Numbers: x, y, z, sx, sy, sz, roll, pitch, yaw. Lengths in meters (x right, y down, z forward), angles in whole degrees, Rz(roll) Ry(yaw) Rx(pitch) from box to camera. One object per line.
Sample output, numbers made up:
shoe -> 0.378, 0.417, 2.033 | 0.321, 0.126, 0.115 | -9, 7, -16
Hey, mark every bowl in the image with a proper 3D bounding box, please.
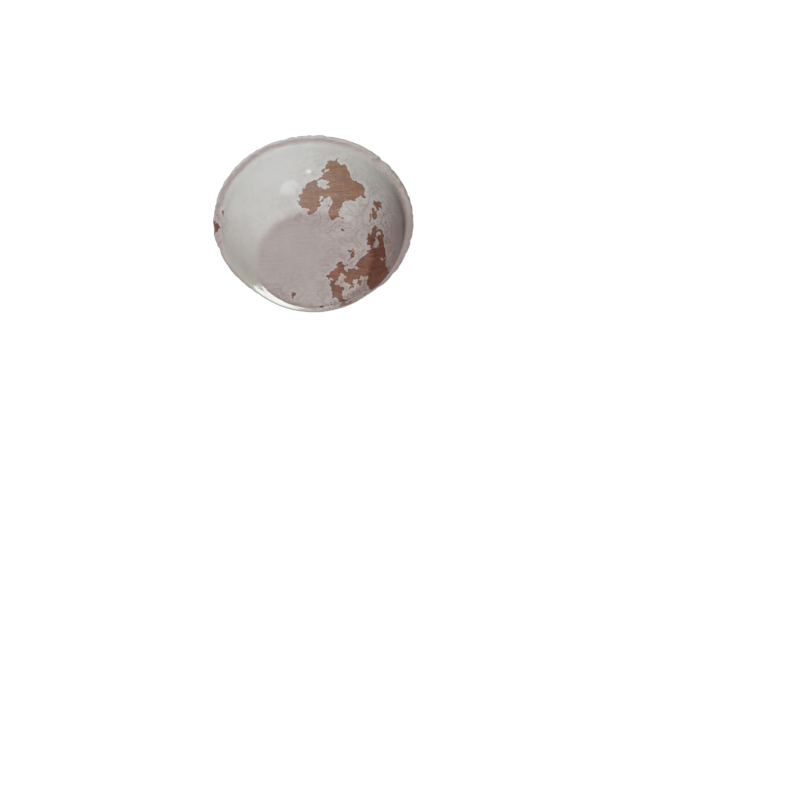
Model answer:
bowl -> -0.068, -0.124, 0.872 | 0.162, 0.152, 0.059 | 1, 34, -1
